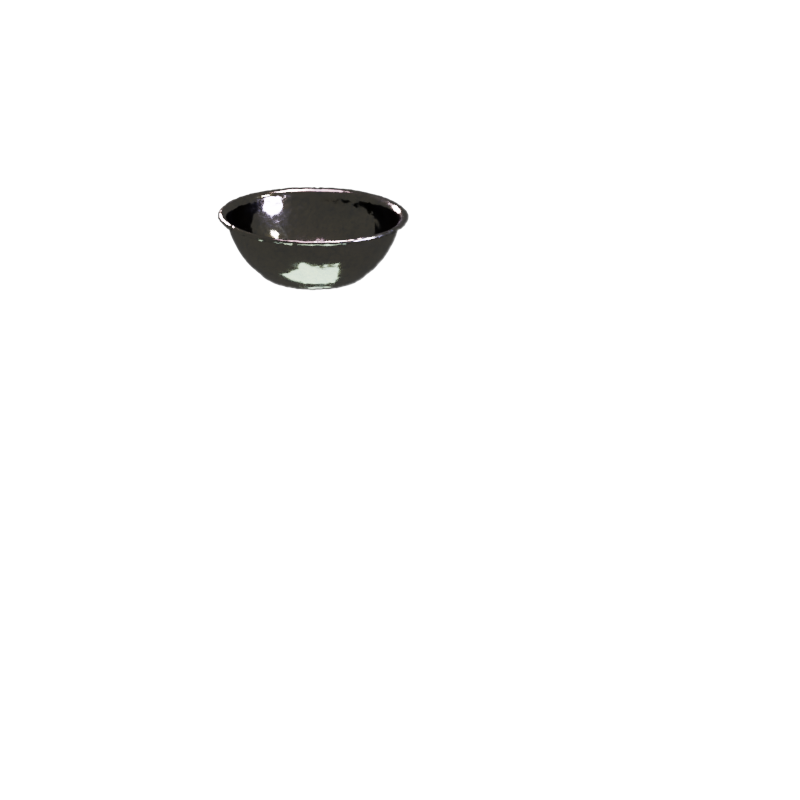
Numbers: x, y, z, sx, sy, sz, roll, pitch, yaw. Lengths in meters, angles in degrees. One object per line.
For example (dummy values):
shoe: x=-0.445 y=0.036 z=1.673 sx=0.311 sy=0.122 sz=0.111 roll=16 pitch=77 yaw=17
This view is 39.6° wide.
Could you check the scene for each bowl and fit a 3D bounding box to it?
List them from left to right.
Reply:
bowl: x=-0.074 y=-0.136 z=0.951 sx=0.162 sy=0.052 sz=0.170 roll=-1 pitch=25 yaw=-2
